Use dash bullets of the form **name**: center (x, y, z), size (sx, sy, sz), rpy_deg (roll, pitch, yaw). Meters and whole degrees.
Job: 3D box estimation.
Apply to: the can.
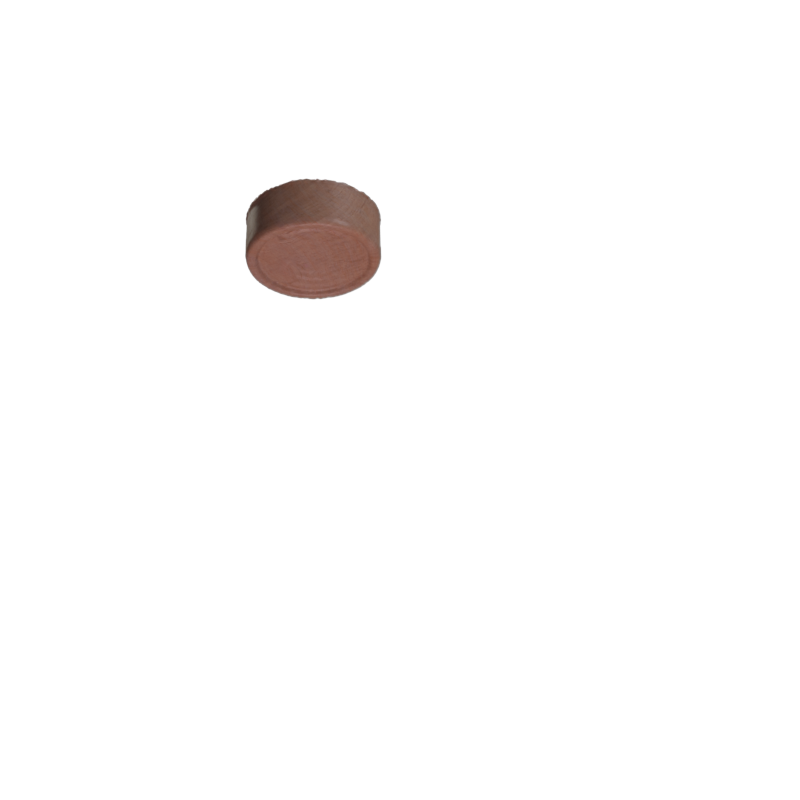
- **can**: center (-0.054, -0.099, 0.695), size (0.086, 0.036, 0.080), rpy_deg (1, -31, -2)
